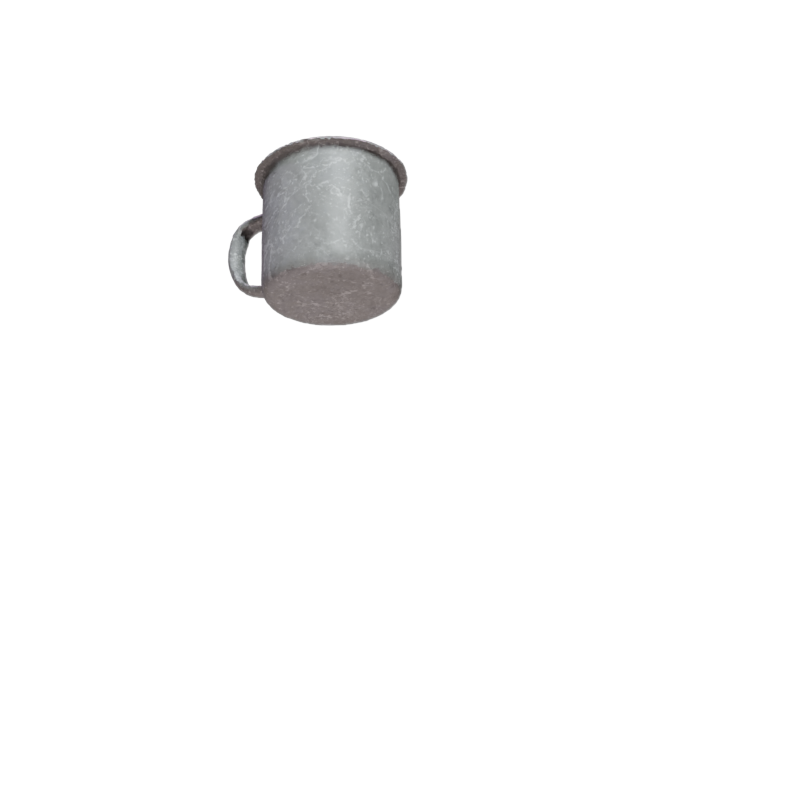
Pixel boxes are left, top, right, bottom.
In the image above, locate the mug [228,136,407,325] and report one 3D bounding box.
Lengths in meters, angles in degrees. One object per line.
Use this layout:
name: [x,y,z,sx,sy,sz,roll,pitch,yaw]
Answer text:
mug: [-0.052,-0.094,0.658,0.119,0.086,0.086,-12,-28,22]
